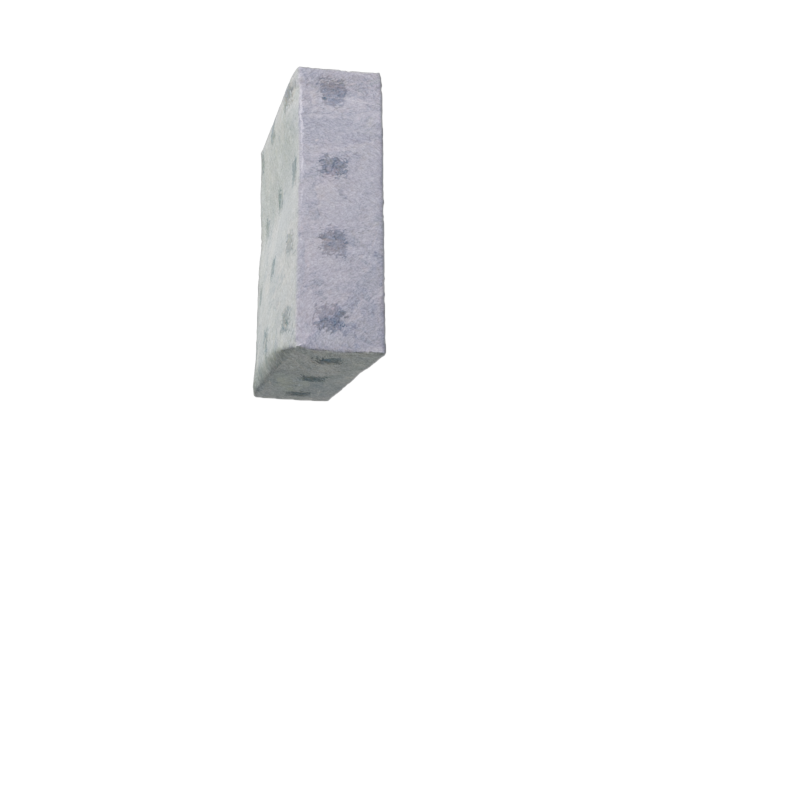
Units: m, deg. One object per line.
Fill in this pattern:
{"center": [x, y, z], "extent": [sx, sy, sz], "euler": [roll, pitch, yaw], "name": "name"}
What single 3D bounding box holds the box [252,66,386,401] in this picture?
{"center": [-0.066, -0.120, 0.839], "extent": [0.070, 0.223, 0.161], "euler": [4, -17, -16], "name": "box"}
